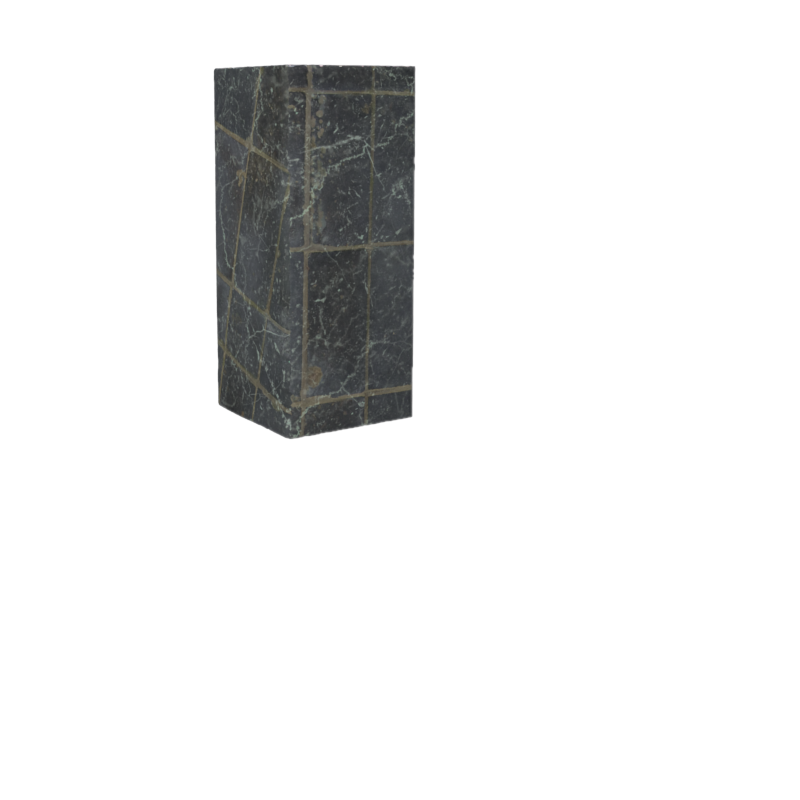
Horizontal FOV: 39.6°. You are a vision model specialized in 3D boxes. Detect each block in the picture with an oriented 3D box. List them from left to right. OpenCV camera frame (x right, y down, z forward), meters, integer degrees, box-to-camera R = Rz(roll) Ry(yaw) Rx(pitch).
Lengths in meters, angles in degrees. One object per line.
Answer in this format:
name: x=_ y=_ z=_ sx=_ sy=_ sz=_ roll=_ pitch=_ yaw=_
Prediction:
block: x=-0.051 y=-0.094 z=0.658 sx=0.088 sy=0.202 sz=0.095 roll=-5 pitch=10 yaw=-34
